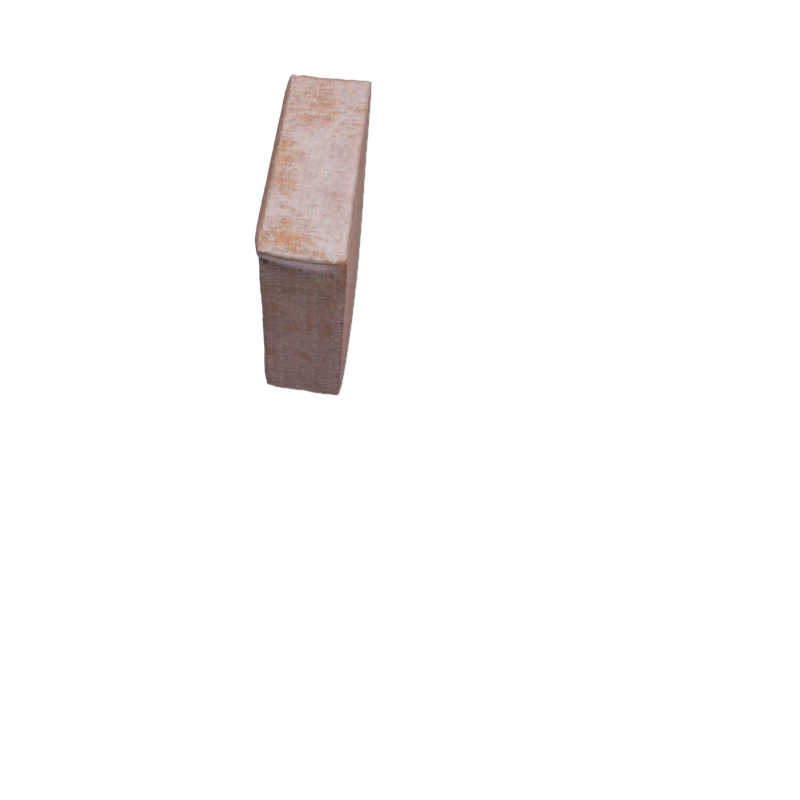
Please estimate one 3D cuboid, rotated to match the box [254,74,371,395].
[{"bbox_3d":[-0.069,-0.125,0.875,0.072,0.174,0.201,6,-29,-1],"label":"box"}]
